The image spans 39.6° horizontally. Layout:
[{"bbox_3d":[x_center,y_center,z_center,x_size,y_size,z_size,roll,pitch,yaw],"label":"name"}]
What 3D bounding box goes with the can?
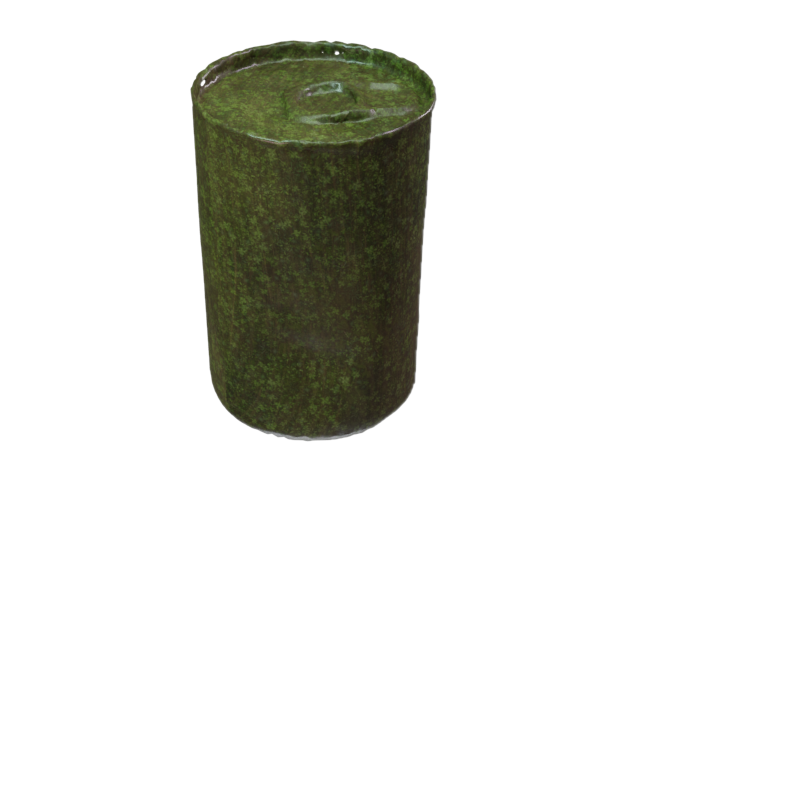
[{"bbox_3d":[-0.026,-0.048,0.333,0.068,0.096,0.073,0,35,-3],"label":"can"}]
